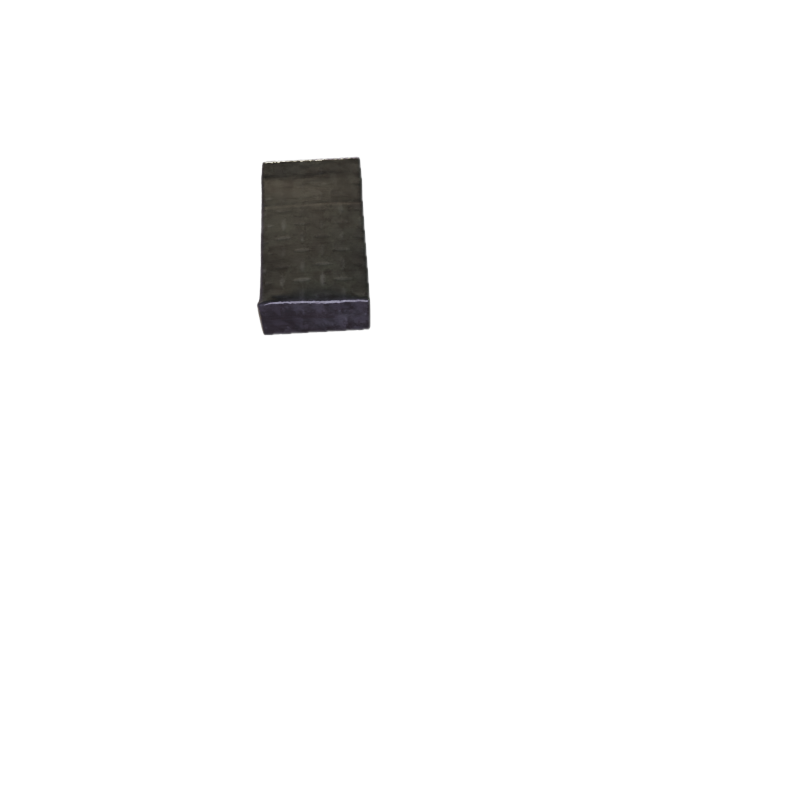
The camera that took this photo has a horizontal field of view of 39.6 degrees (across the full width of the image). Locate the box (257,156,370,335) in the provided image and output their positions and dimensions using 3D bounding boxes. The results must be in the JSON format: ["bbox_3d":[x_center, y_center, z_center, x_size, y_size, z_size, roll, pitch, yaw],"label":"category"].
[{"bbox_3d":[-0.076,-0.138,0.971,0.093,0.189,0.045,-3,-42,0],"label":"box"}]
